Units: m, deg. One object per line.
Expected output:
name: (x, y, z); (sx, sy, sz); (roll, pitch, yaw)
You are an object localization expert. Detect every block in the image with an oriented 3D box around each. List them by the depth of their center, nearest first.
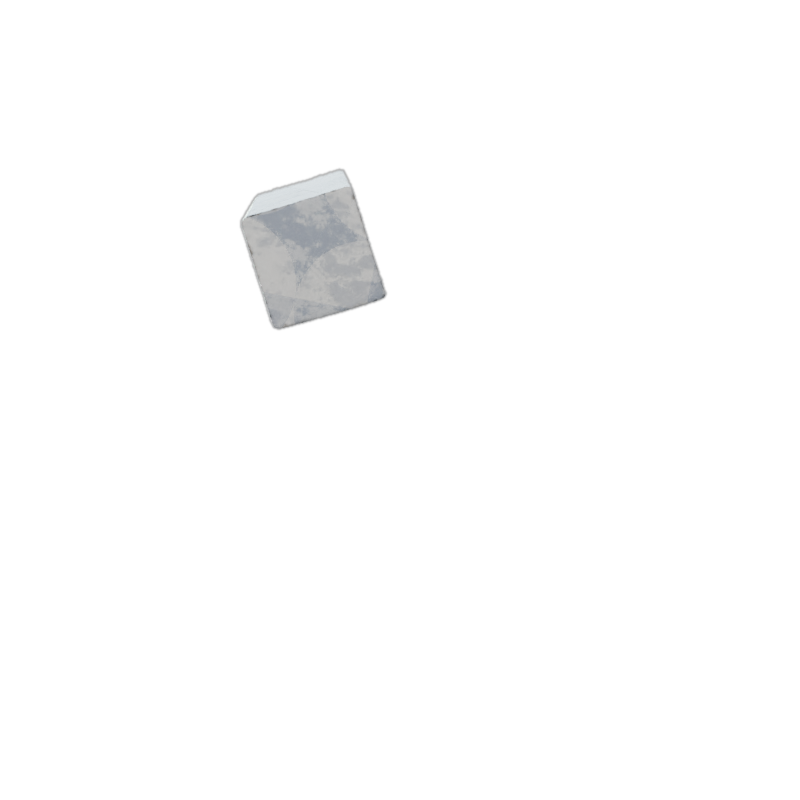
block: (-0.073, -0.131, 0.924); (0.090, 0.088, 0.212); (-17, 15, 1)
